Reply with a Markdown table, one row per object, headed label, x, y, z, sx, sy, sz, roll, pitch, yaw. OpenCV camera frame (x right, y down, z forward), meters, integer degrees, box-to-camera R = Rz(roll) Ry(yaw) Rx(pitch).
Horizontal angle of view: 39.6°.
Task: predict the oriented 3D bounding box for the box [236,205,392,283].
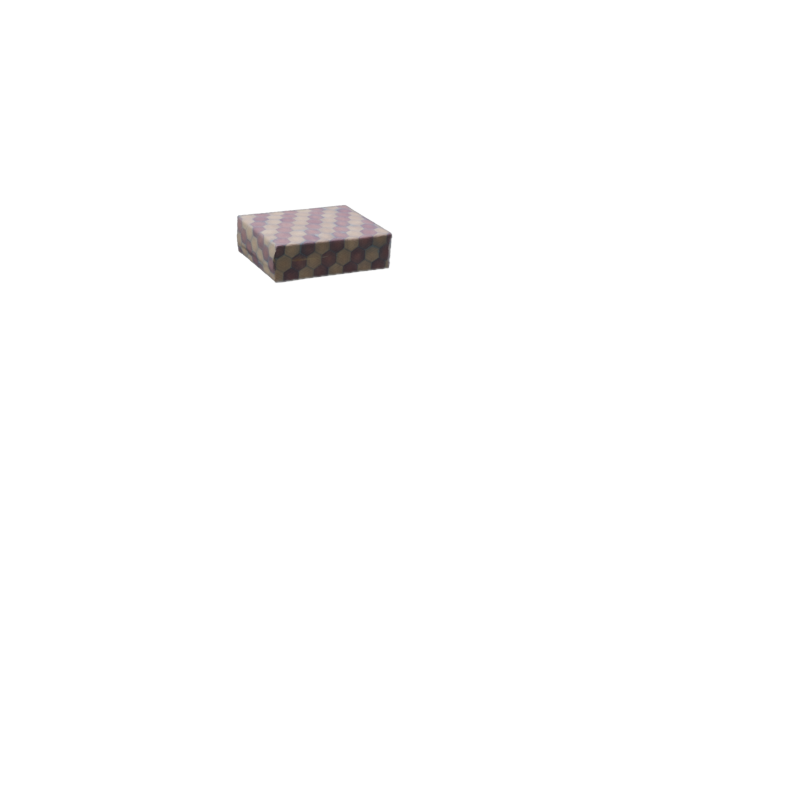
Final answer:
| label | x | y | z | sx | sy | sz | roll | pitch | yaw |
| --- | --- | --- | --- | --- | --- | --- | --- | --- | --- |
| box | -0.077 | -0.140 | 0.979 | 0.111 | 0.037 | 0.096 | -12 | 27 | -25 |
